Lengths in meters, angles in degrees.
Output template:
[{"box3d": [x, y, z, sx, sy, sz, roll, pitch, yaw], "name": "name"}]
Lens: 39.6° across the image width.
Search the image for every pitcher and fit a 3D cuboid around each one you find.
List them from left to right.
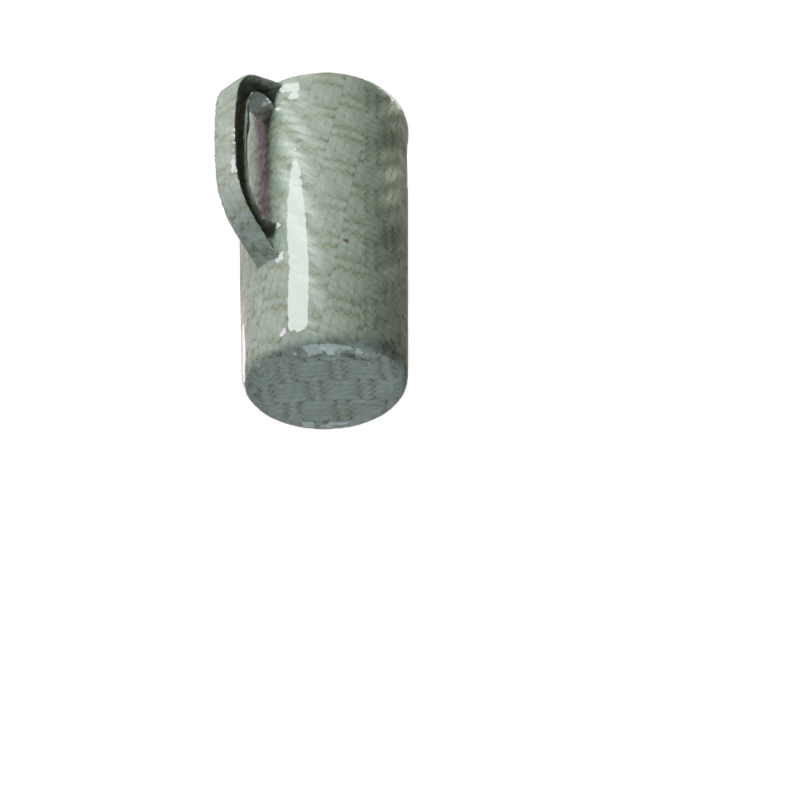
[{"box3d": [-0.061, -0.112, 0.783, 0.148, 0.261, 0.136, 3, -37, -7], "name": "pitcher"}]
